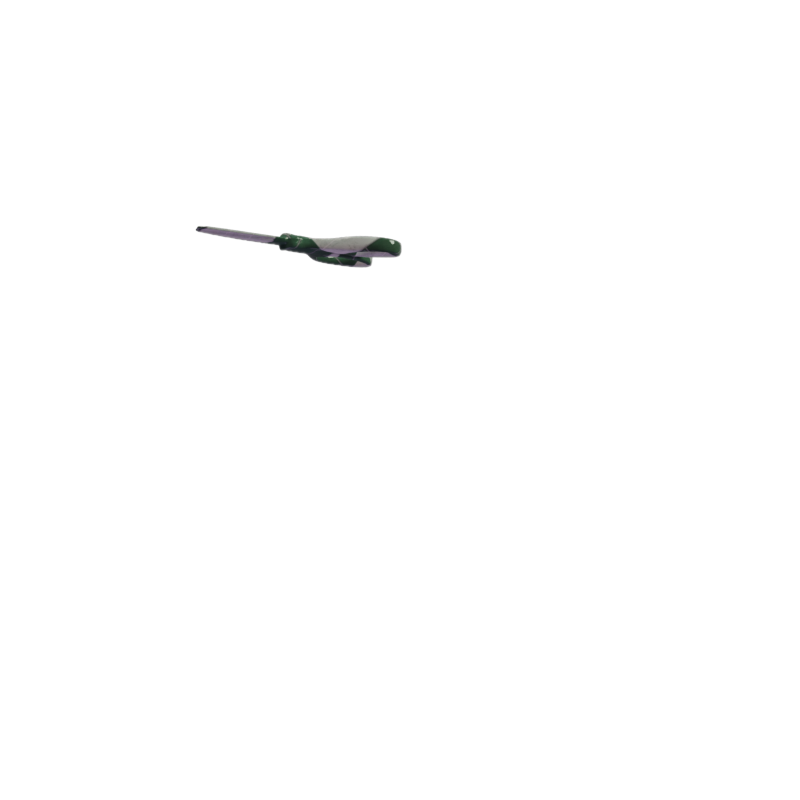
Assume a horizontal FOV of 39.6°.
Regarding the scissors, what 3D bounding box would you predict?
[{"bbox_3d":[-0.076,-0.139,0.972,0.099,0.016,0.192,-3,-4,35],"label":"scissors"}]
